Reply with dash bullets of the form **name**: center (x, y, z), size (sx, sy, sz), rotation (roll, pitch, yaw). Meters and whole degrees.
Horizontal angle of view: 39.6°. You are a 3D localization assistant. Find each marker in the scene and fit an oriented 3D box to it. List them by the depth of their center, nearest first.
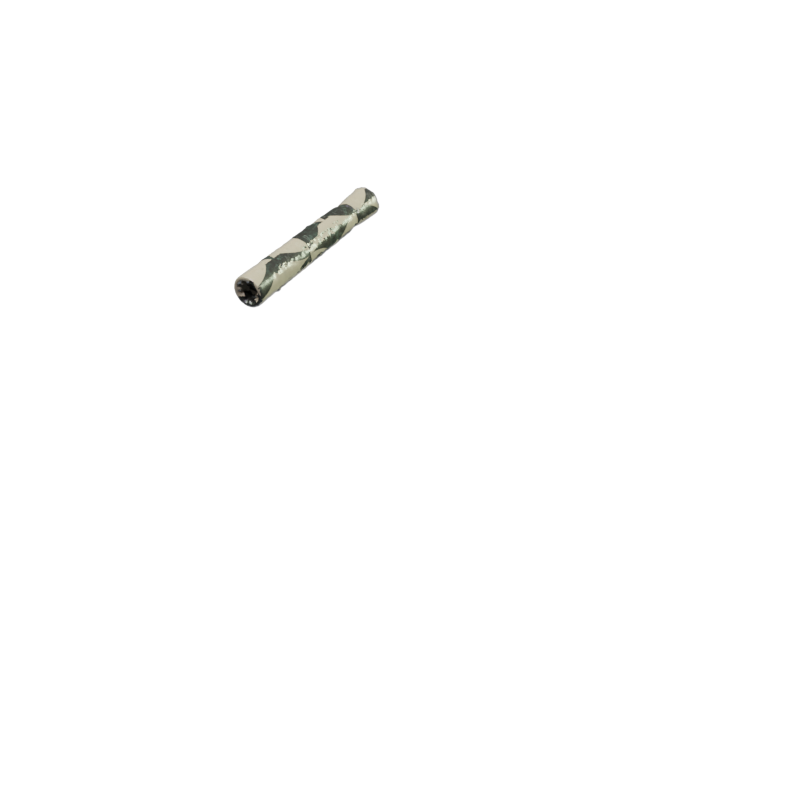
- **marker**: center (-0.049, -0.089, 0.624), size (0.020, 0.019, 0.123), rotation (2, 33, 36)
